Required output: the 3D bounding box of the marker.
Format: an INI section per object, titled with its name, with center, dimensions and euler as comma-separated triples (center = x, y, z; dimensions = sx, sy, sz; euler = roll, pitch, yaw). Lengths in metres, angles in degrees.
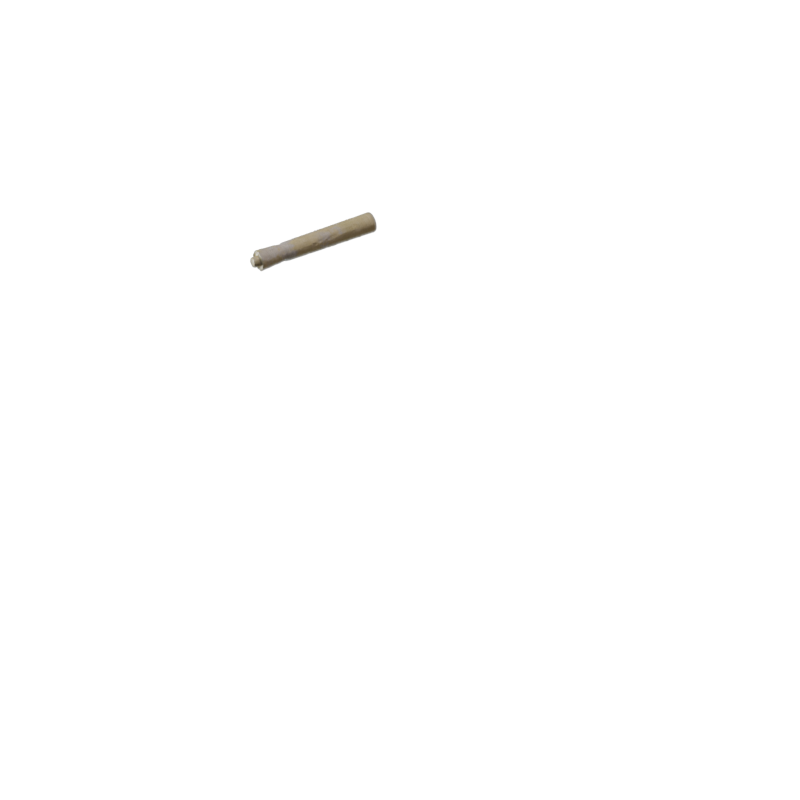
[marker]
center = -0.076, -0.139, 0.977
dimensions = 0.120, 0.019, 0.020
euler = -23, 13, -23
